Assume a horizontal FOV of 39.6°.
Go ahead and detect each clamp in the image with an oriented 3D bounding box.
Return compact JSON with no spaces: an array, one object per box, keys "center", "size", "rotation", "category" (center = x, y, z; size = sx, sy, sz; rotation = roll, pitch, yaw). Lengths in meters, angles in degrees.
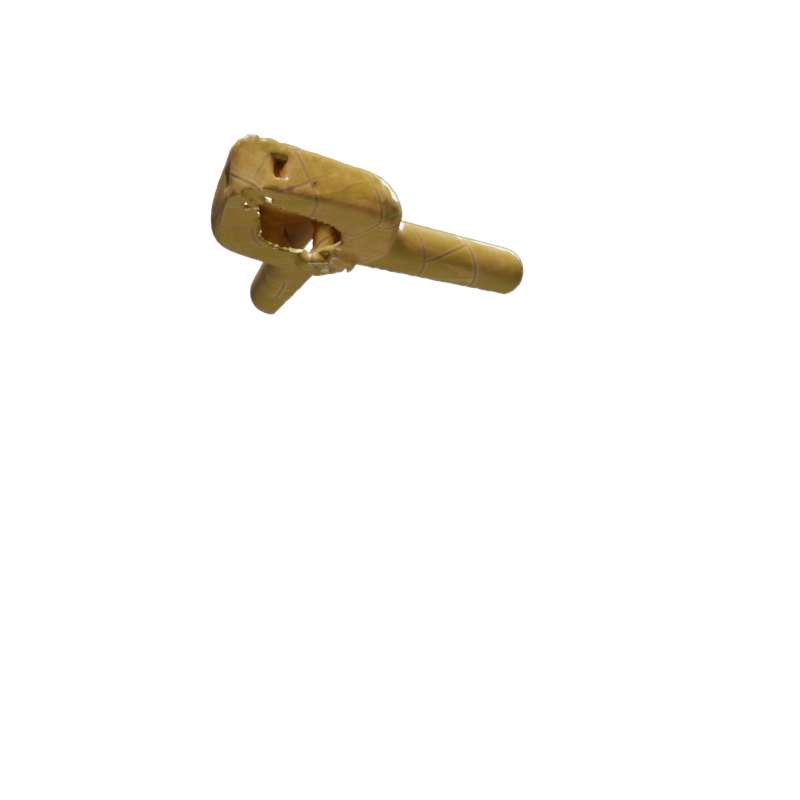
[{"center":[-0.045,-0.083,0.579],"size":[0.168,0.038,0.198],"rotation":[-6,-13,26],"category":"clamp"}]
